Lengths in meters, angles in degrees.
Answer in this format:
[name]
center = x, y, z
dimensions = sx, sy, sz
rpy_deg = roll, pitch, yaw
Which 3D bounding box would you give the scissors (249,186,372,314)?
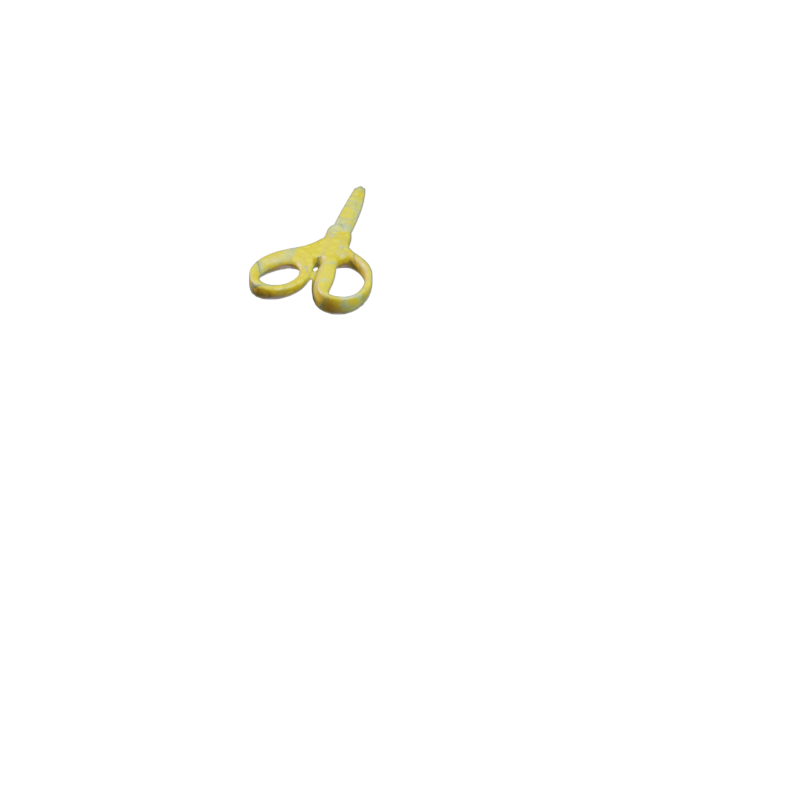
[scissors]
center = -0.065, -0.119, 0.834
dimensions = 0.096, 0.015, 0.215
rpy_deg = -3, 32, -5
